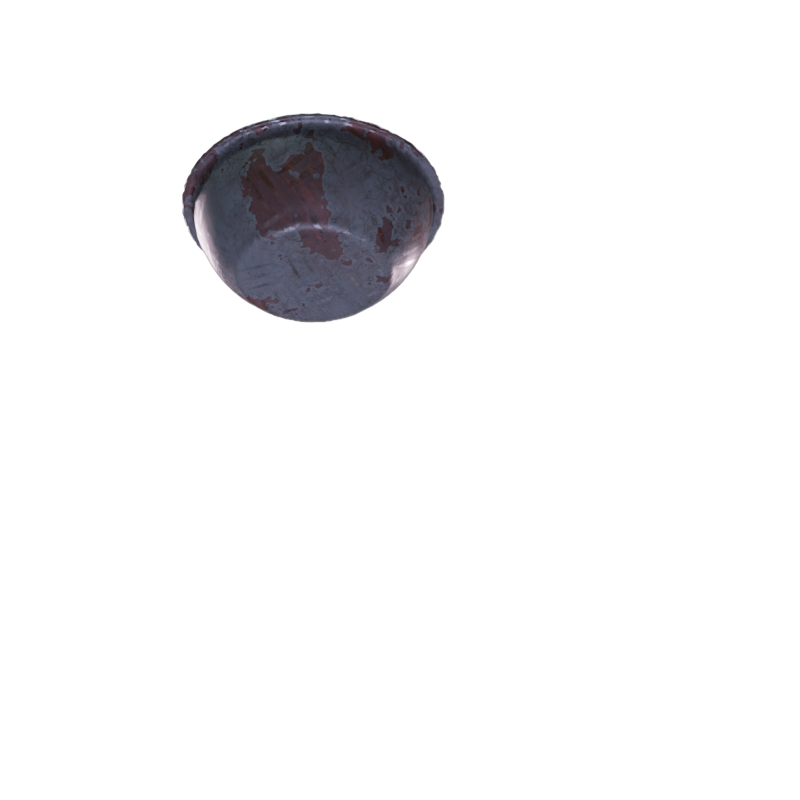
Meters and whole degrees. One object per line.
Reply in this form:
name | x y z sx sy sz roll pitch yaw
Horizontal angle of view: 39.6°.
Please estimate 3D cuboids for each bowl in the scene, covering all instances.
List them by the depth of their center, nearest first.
bowl | -0.052 -0.095 0.667 0.162 0.059 0.151 1 -36 -2
